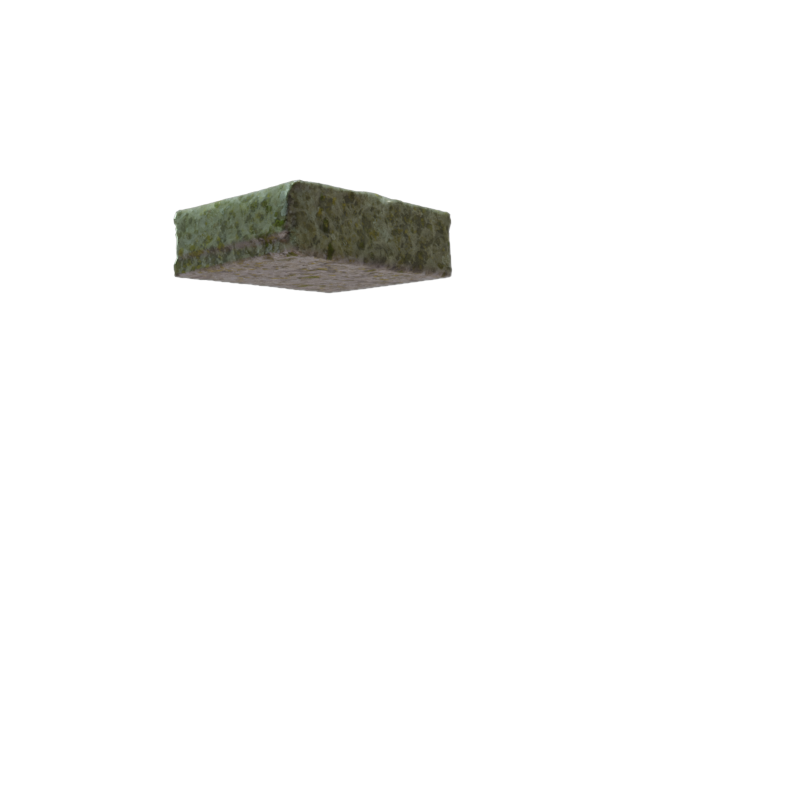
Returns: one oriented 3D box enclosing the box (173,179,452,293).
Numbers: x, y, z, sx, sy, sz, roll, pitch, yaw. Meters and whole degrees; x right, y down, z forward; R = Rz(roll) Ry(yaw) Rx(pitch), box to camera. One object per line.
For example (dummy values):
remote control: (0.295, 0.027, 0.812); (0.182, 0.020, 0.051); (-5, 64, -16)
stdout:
box: (-0.035, -0.064, 0.446); (0.085, 0.031, 0.075); (3, -5, -45)
